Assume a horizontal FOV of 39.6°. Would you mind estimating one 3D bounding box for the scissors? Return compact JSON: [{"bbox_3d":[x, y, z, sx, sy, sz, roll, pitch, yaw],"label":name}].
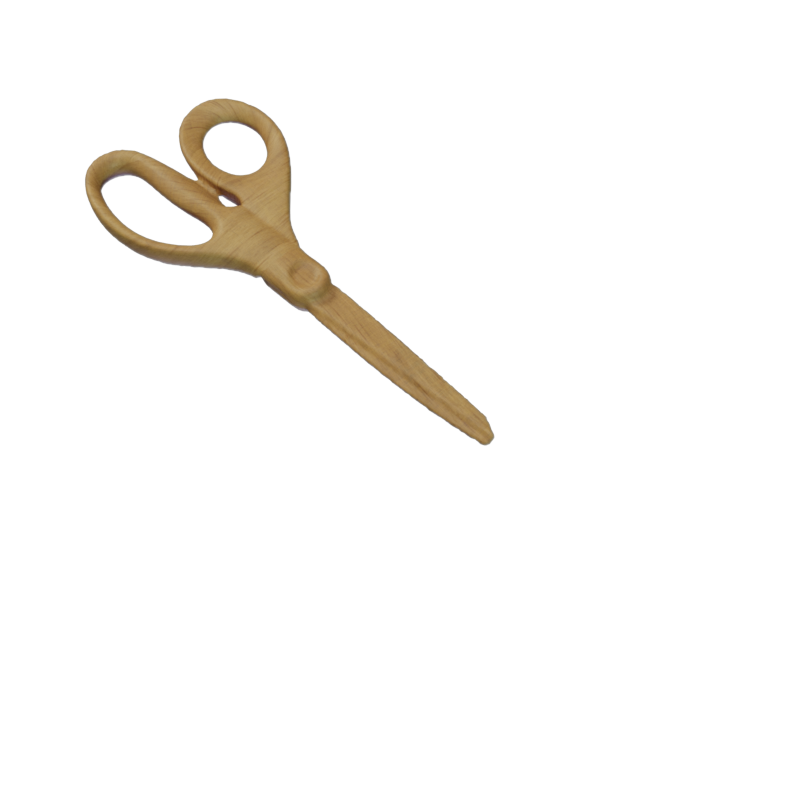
[{"bbox_3d":[-0.036,-0.065,0.458,0.208,0.099,0.015,26,-28,15],"label":"scissors"}]
